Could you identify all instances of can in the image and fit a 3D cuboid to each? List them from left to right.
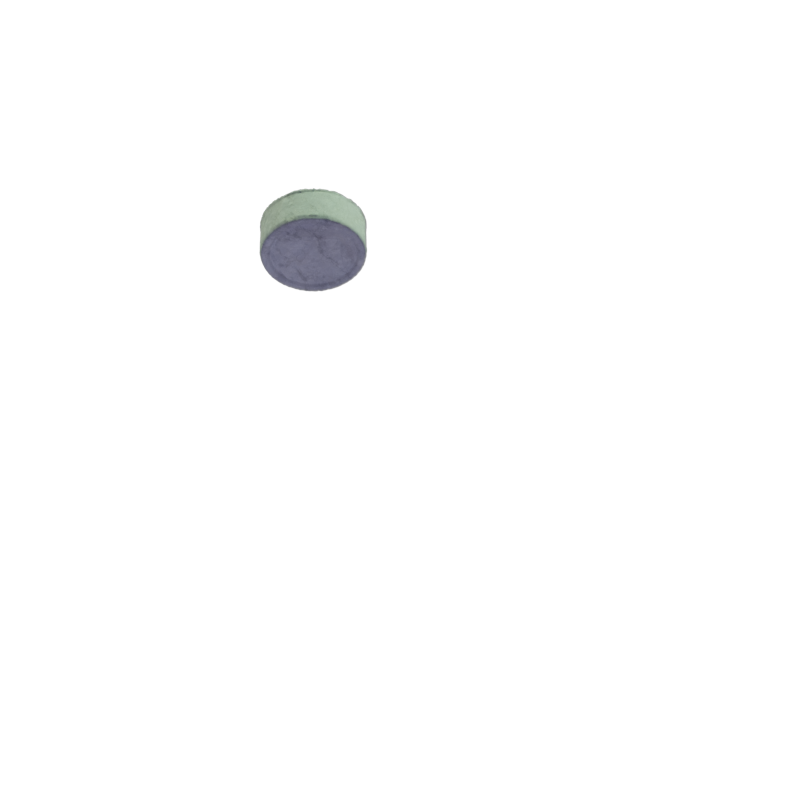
[{"bbox_3d":[-0.069,-0.125,0.879,0.086,0.036,0.080,1,-40,-2],"label":"can"}]
